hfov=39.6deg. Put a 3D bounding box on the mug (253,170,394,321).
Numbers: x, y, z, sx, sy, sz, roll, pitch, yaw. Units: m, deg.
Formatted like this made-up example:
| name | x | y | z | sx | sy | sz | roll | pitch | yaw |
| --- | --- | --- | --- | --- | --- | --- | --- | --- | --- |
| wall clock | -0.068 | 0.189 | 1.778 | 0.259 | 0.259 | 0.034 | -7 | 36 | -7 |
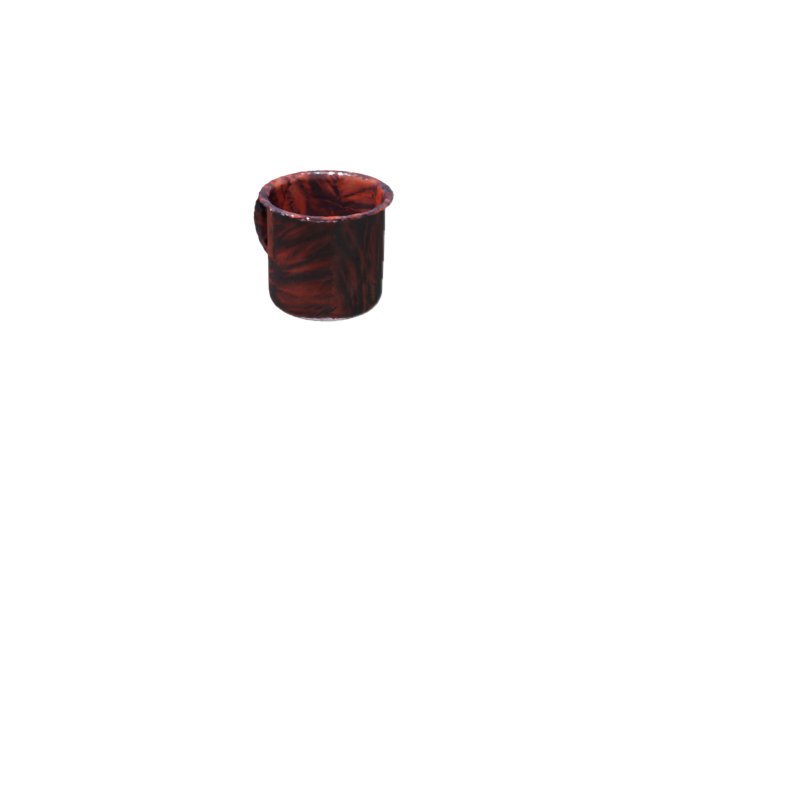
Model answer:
| name | x | y | z | sx | sy | sz | roll | pitch | yaw |
| --- | --- | --- | --- | --- | --- | --- | --- | --- | --- |
| mug | -0.061 | -0.112 | 0.785 | 0.124 | 0.077 | 0.093 | 23 | 35 | 35 |
